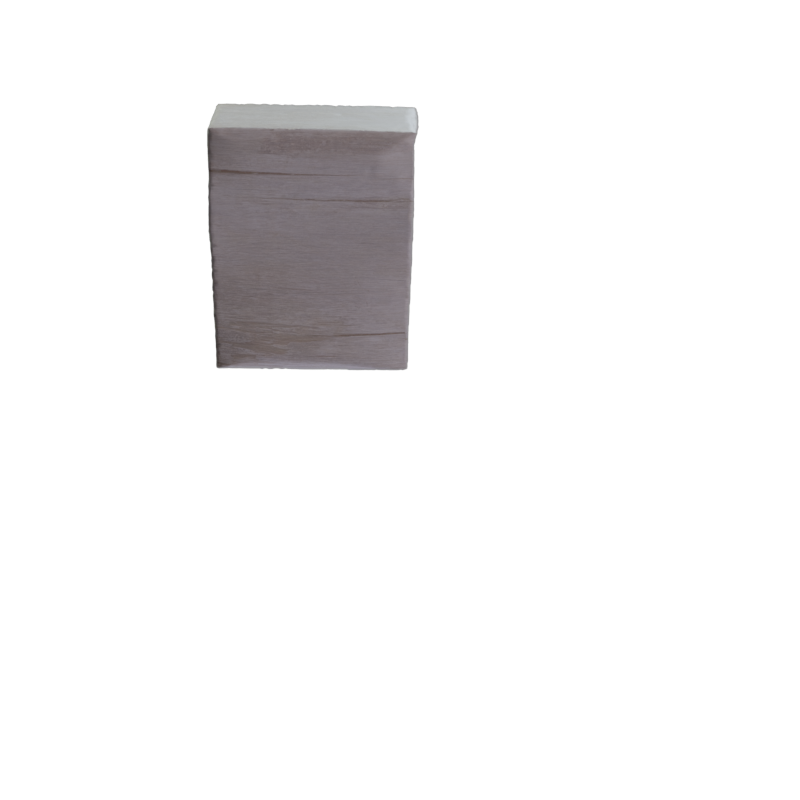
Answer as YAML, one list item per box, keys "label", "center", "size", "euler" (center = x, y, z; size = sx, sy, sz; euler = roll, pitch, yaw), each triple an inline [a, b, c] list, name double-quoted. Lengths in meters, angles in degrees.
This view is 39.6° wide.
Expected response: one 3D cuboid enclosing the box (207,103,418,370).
- label: "box"
  center: [-0.071, -0.129, 0.906]
  size: [0.164, 0.202, 0.076]
  euler: [2, 27, 1]
